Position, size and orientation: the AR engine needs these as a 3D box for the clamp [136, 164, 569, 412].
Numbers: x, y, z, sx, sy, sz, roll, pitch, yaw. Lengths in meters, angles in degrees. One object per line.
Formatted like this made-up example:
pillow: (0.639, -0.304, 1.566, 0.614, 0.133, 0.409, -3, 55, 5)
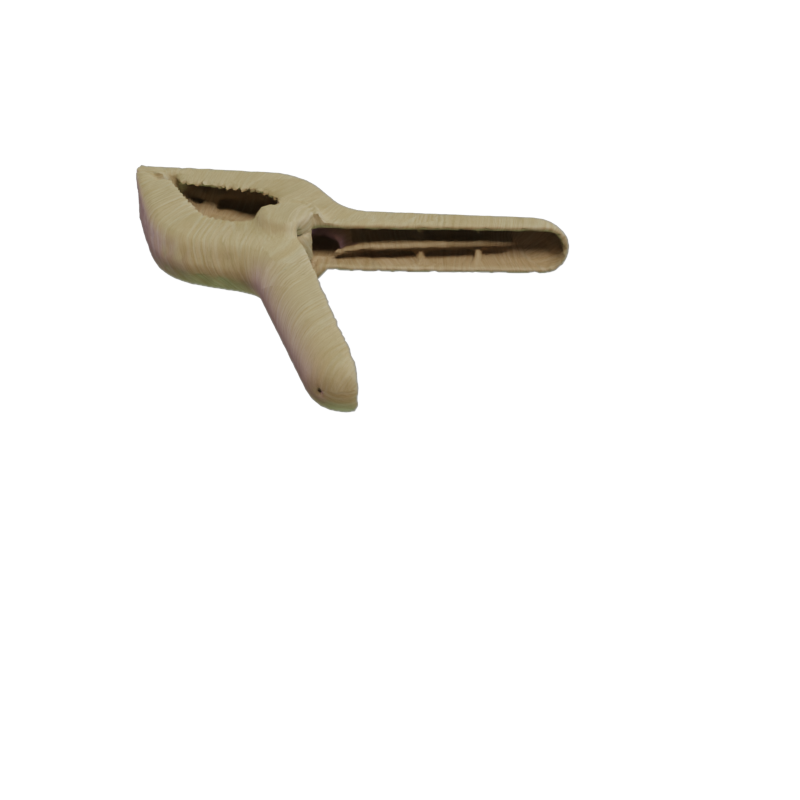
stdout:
clamp: (-0.040, -0.073, 0.514, 0.163, 0.034, 0.224, -26, 40, -36)
